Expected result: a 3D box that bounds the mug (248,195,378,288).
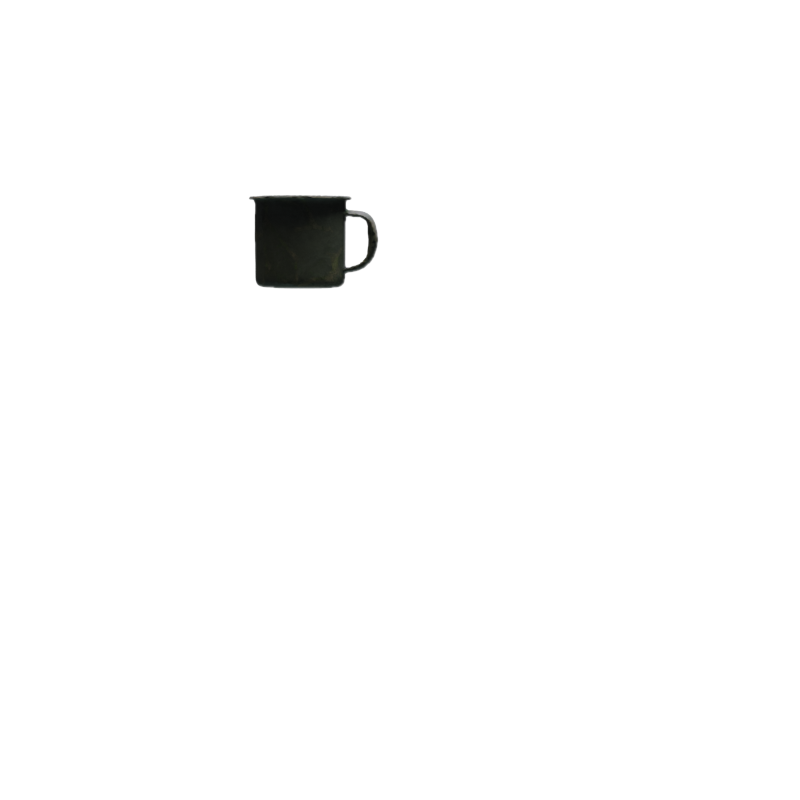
[{"bbox_3d":[-0.078,-0.143,0.999,0.118,0.081,0.093,1,5,7],"label":"mug"}]
